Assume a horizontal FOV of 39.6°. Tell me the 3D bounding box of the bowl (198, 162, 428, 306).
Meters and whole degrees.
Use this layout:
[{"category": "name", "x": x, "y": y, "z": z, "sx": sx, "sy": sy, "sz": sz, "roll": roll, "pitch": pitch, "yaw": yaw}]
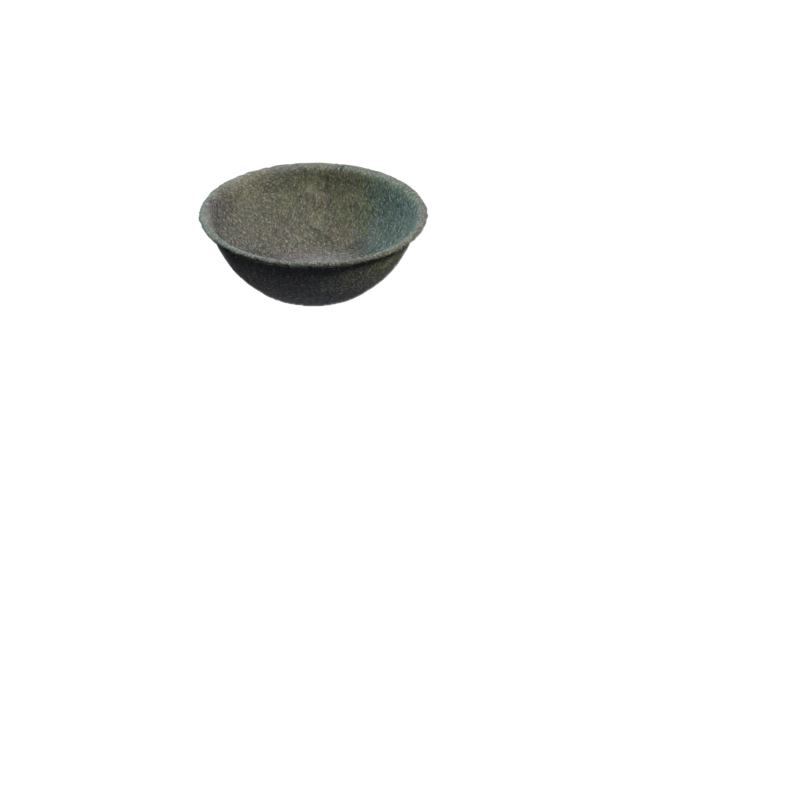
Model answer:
[{"category": "bowl", "x": -0.062, "y": -0.114, "z": 0.798, "sx": 0.162, "sy": 0.052, "sz": 0.173, "roll": -1, "pitch": 34, "yaw": -2}]
